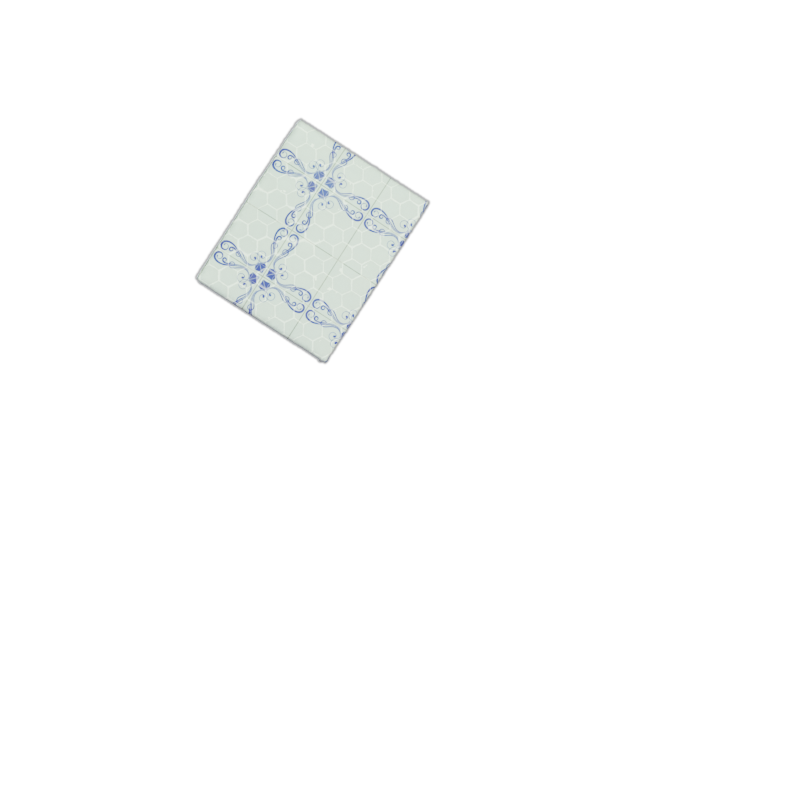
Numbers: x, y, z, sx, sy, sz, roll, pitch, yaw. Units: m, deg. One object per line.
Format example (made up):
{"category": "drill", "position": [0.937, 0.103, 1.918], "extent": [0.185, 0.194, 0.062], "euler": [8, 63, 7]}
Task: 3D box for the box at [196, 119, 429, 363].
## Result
{"category": "box", "position": [-0.051, -0.092, 0.647], "extent": [0.090, 0.114, 0.039], "euler": [33, -2, 0]}
